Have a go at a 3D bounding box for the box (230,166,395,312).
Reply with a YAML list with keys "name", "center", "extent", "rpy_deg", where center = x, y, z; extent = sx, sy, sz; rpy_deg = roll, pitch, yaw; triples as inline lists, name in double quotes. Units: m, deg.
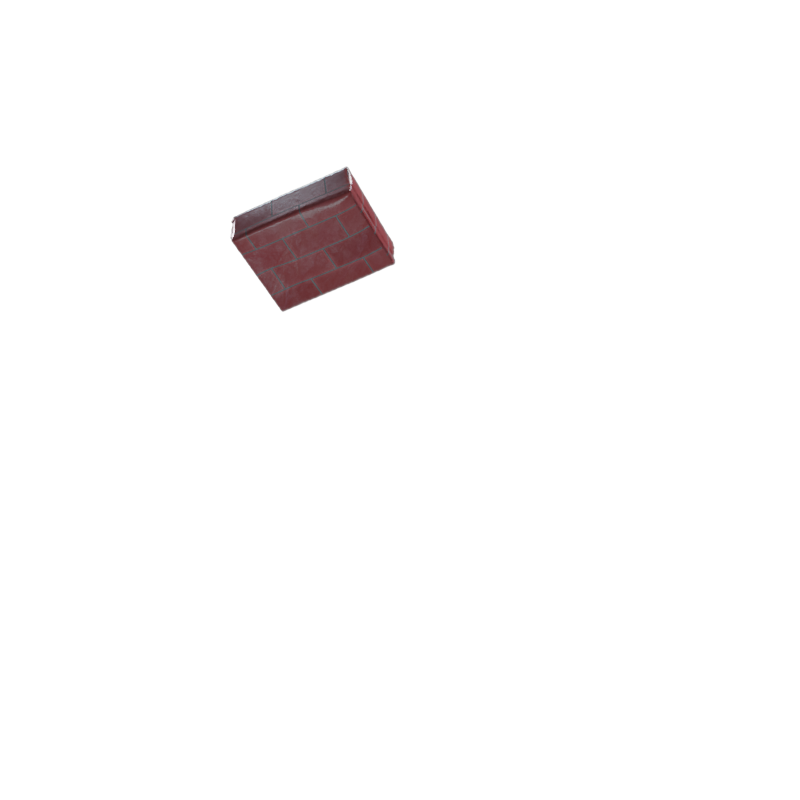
- name: "box"
  center: [-0.073, -0.134, 0.936]
  extent: [0.114, 0.083, 0.042]
  rpy_deg: [-20, 39, 17]
